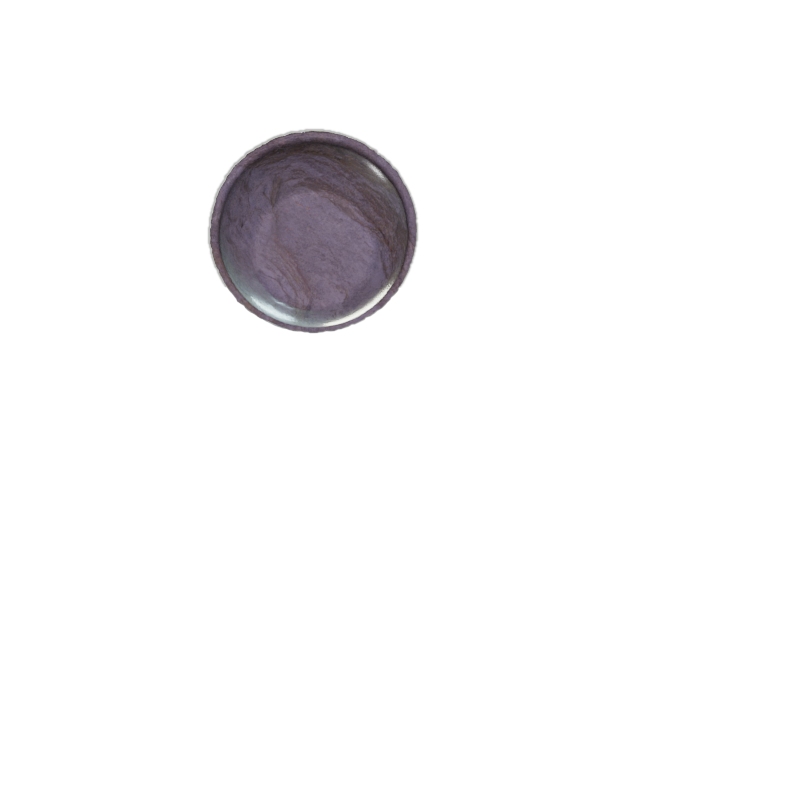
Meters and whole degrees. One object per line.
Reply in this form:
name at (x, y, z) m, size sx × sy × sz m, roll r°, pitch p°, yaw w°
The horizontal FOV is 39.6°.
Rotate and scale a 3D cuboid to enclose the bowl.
bowl at (-0.065, -0.119, 0.836) m, size 0.162 × 0.156 × 0.057 m, roll 0°, pitch 15°, yaw -1°
